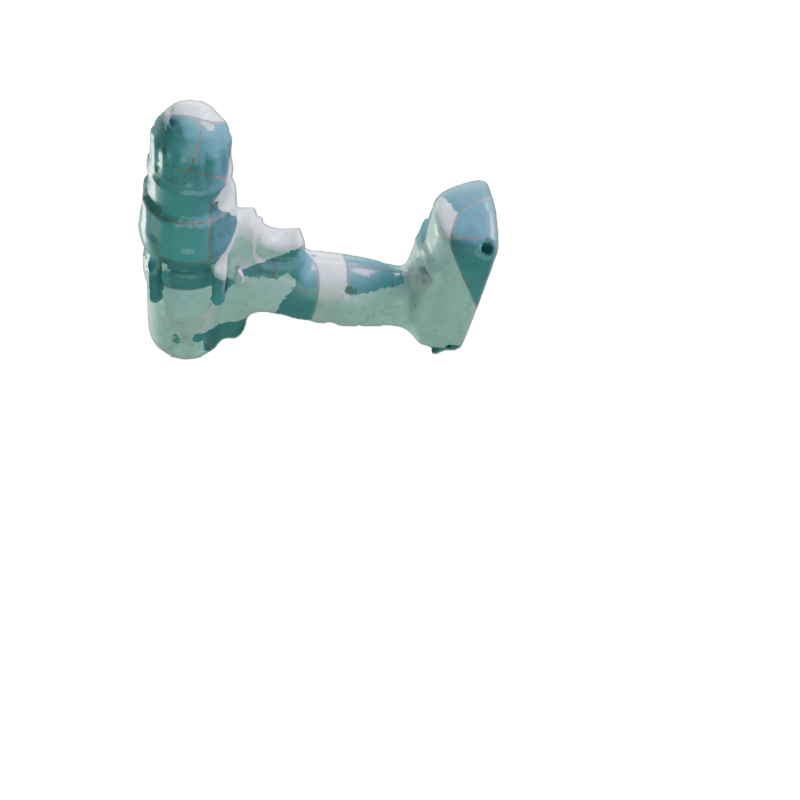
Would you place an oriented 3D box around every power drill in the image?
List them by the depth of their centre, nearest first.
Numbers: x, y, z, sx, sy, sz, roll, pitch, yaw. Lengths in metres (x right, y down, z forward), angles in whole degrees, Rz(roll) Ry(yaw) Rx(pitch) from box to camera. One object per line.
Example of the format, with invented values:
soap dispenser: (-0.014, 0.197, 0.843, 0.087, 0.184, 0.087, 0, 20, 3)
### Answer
power drill: (-0.047, -0.086, 0.601, 0.186, 0.061, 0.174, 4, -34, -7)
